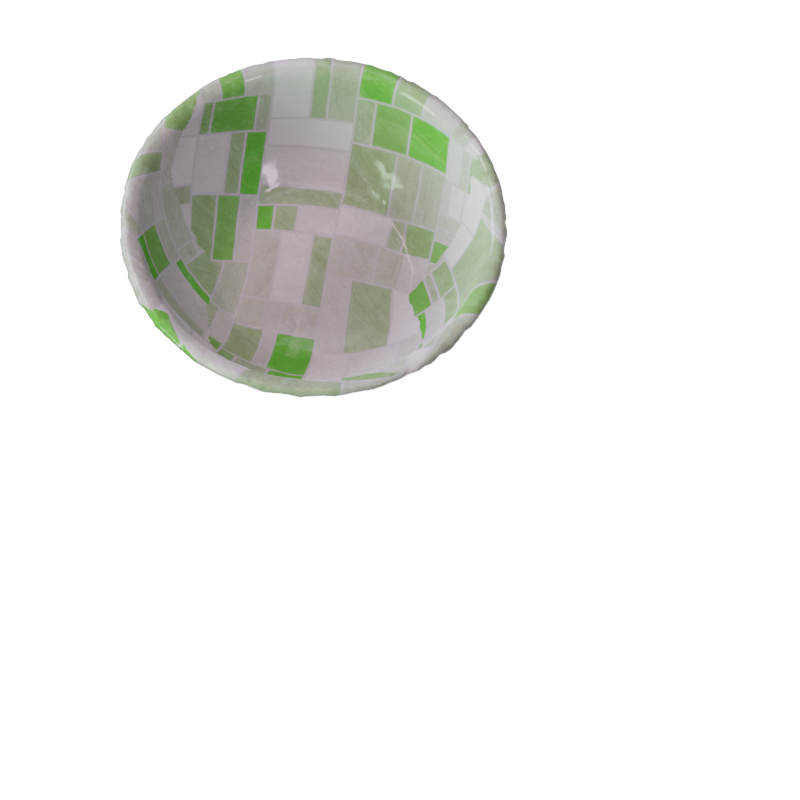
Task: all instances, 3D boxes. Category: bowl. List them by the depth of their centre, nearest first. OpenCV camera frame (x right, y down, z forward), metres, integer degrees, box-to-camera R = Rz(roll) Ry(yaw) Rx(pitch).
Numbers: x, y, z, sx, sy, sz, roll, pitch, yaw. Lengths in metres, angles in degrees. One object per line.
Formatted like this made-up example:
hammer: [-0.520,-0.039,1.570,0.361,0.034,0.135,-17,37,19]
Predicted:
bowl: [-0.038,-0.069,0.484,0.162,0.172,0.052,-1,-26,-1]
